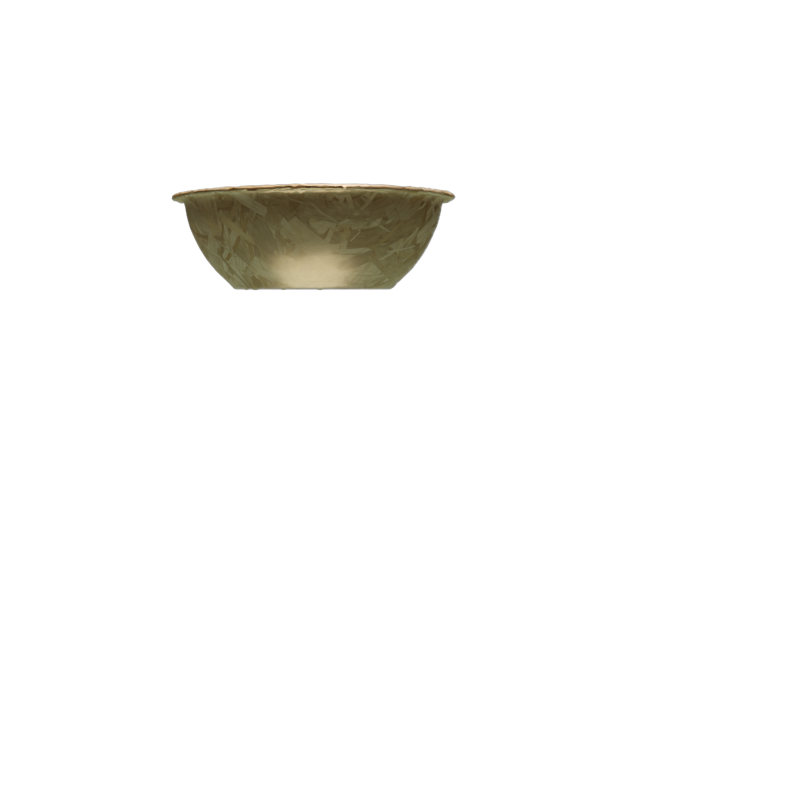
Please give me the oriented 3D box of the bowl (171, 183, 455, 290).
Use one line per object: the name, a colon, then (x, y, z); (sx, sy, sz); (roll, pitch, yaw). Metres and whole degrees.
bowl: (-0.050, -0.091, 0.635); (0.162, 0.055, 0.163); (0, 5, -2)
